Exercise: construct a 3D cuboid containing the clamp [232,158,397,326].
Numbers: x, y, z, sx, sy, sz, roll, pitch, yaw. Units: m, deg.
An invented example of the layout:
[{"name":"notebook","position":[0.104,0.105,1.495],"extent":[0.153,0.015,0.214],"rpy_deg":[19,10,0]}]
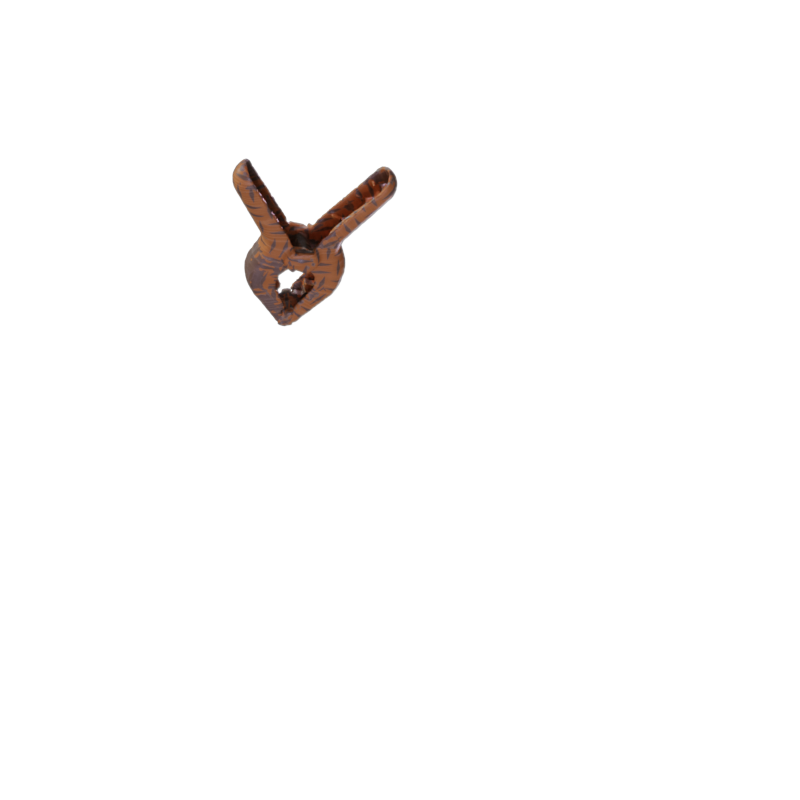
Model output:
[{"name":"clamp","position":[-0.067,-0.122,0.853],"extent":[0.120,0.042,0.160],"rpy_deg":[2,-36,-3]}]
